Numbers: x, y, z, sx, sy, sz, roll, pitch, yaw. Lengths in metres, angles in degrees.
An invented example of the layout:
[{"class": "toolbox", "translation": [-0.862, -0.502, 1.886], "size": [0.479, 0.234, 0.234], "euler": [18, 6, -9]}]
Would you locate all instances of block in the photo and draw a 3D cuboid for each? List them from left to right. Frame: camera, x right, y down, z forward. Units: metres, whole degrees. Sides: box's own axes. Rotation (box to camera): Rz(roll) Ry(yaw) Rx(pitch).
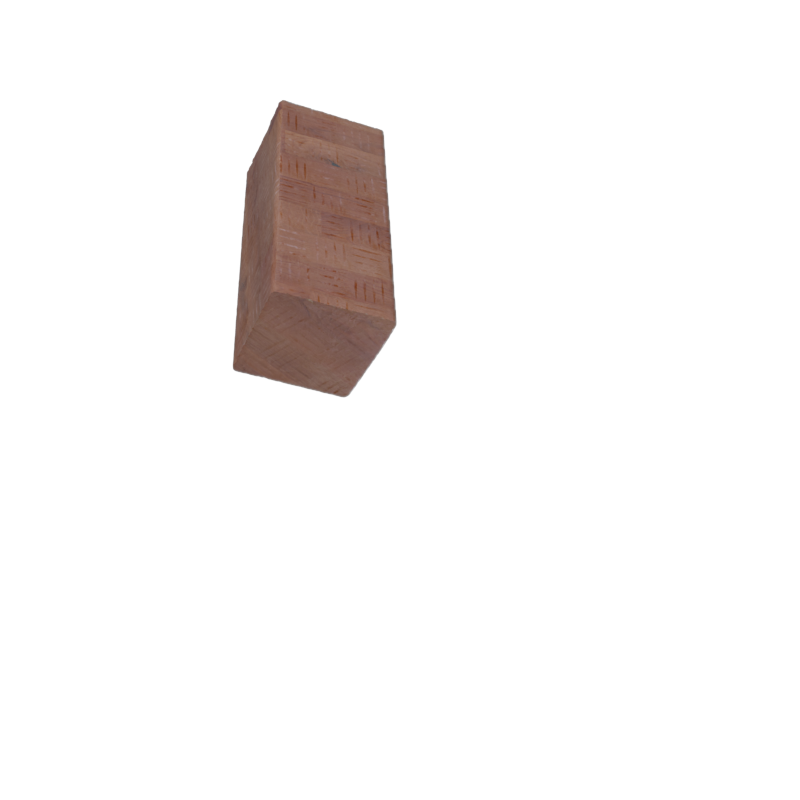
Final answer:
[{"class": "block", "translation": [-0.065, -0.118, 0.827], "size": [0.088, 0.221, 0.086], "euler": [14, -45, -19]}]
